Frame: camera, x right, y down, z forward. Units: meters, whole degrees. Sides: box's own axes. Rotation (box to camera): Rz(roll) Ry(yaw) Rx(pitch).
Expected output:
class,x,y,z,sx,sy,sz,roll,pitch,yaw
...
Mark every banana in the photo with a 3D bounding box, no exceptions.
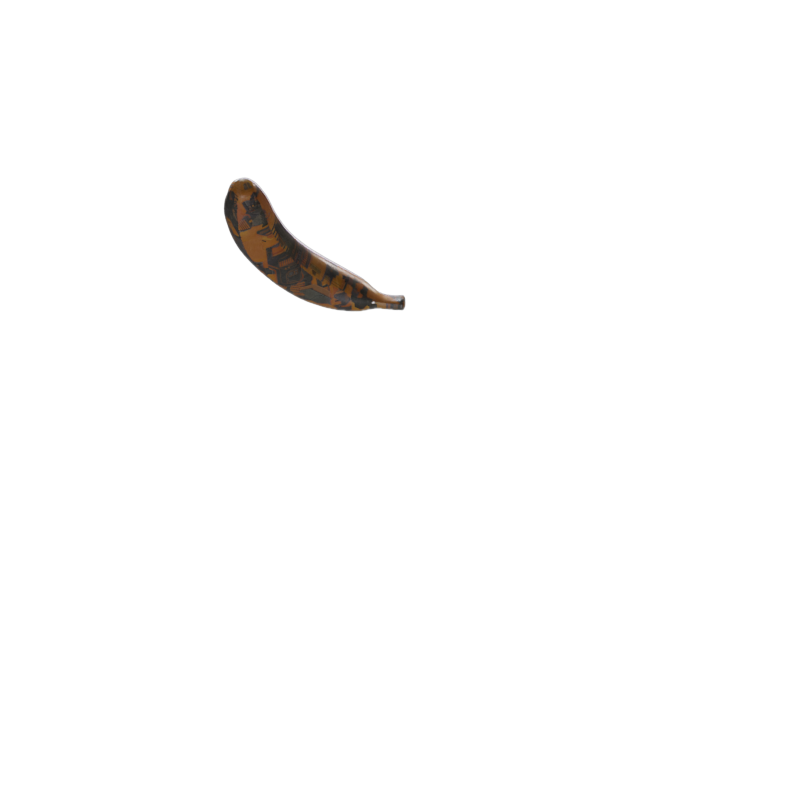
class,x,y,z,sx,sy,sz,roll,pitch,yaw
banana,-0.077,-0.110,0.821,0.070,0.039,0.184,-19,-32,32
